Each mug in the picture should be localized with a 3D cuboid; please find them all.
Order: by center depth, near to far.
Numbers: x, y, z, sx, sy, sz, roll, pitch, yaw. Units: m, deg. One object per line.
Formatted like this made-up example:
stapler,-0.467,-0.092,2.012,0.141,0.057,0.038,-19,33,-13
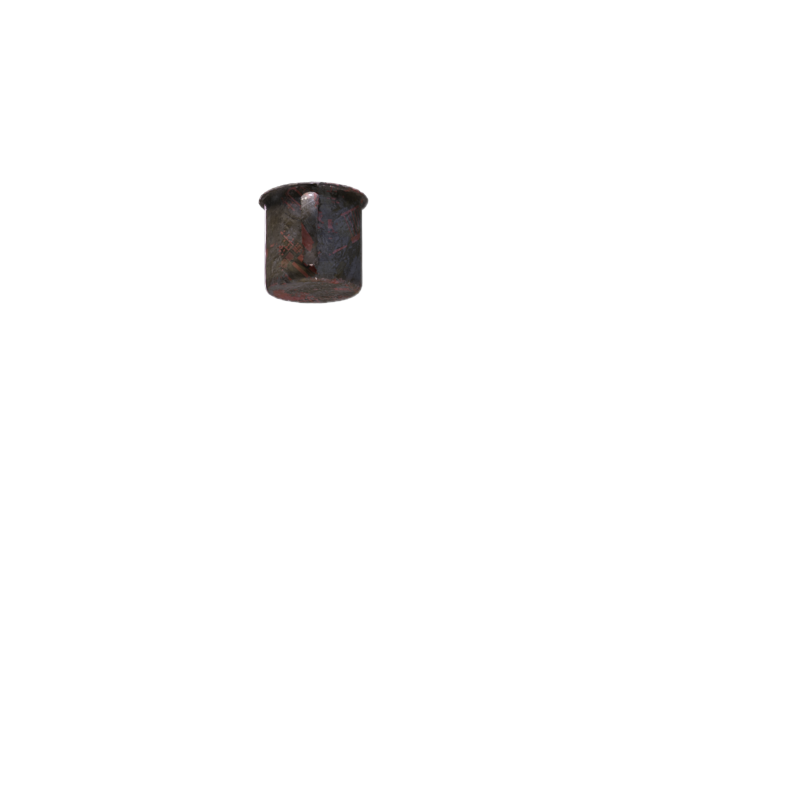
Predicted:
mug,-0.072,-0.131,0.916,0.093,0.085,0.113,0,-13,-3
